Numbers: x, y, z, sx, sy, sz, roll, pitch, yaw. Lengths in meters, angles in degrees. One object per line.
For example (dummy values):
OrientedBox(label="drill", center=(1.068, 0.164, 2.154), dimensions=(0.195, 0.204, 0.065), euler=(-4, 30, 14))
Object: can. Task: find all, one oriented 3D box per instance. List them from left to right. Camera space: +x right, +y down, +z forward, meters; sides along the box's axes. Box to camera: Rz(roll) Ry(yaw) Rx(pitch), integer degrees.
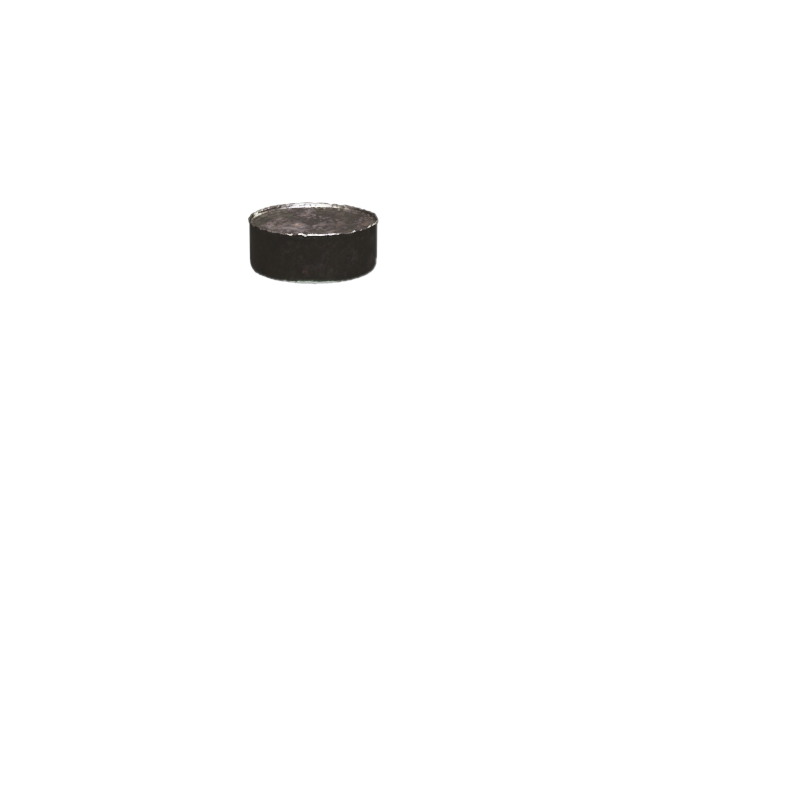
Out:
OrientedBox(label="can", center=(-0.057, -0.105, 0.732), dimensions=(0.086, 0.032, 0.090), euler=(-1, 22, -2))
